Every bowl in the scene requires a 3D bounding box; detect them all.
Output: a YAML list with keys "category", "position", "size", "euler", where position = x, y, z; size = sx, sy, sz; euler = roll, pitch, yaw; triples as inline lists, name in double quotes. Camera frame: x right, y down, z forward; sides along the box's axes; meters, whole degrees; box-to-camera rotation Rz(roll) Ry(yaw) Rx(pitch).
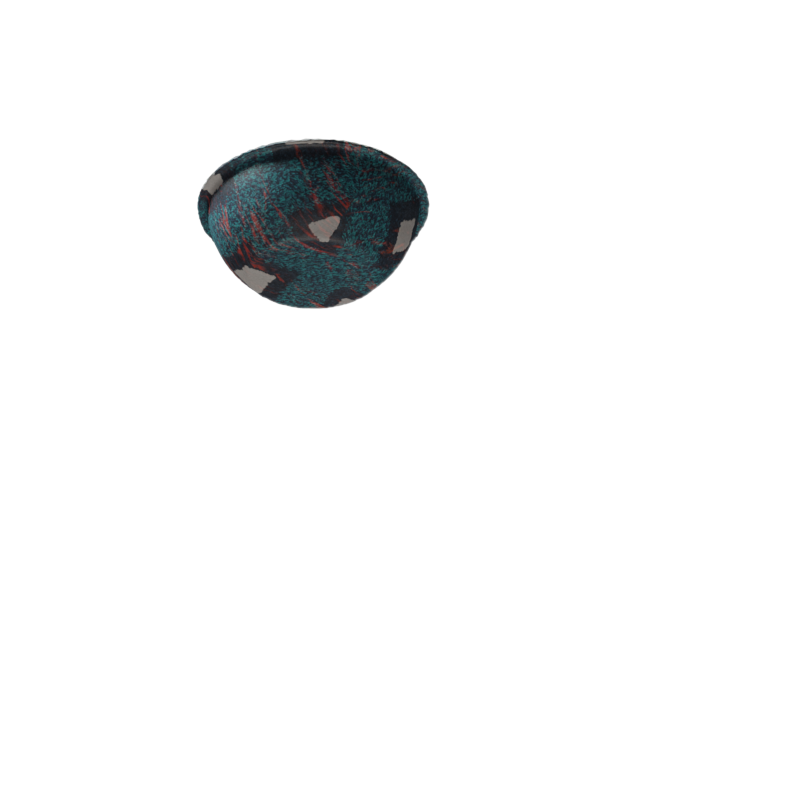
- category: "bowl"
  position: [-0.059, -0.108, 0.758]
  size: [0.162, 0.059, 0.152]
  euler: [1, -28, -2]
